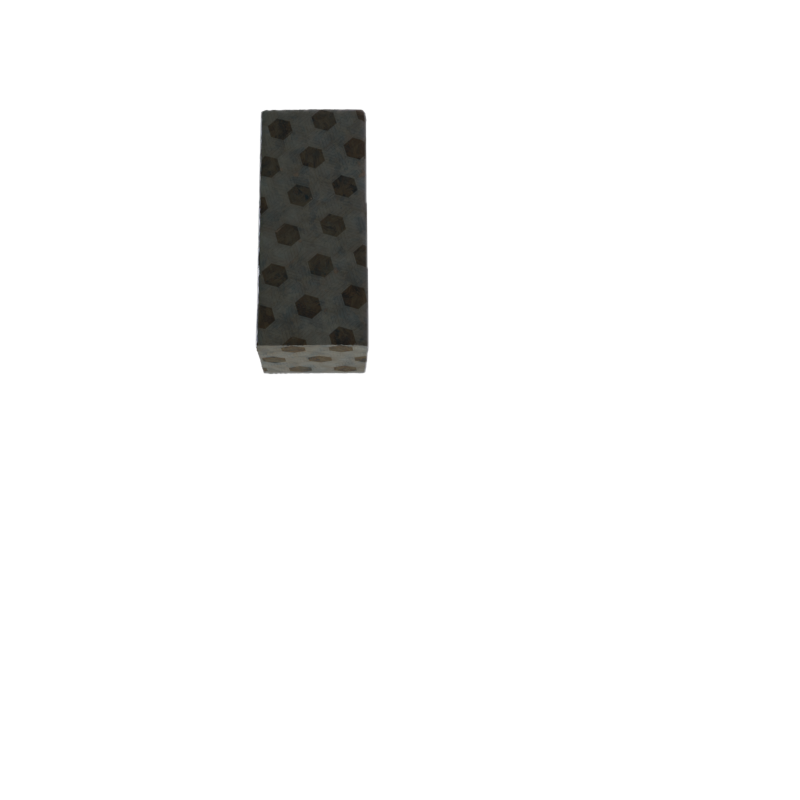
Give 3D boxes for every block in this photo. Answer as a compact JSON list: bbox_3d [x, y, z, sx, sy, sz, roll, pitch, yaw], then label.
[{"bbox_3d":[-0.073,-0.134,0.937,0.090,0.216,0.087,-1,-19,-2],"label":"block"}]
